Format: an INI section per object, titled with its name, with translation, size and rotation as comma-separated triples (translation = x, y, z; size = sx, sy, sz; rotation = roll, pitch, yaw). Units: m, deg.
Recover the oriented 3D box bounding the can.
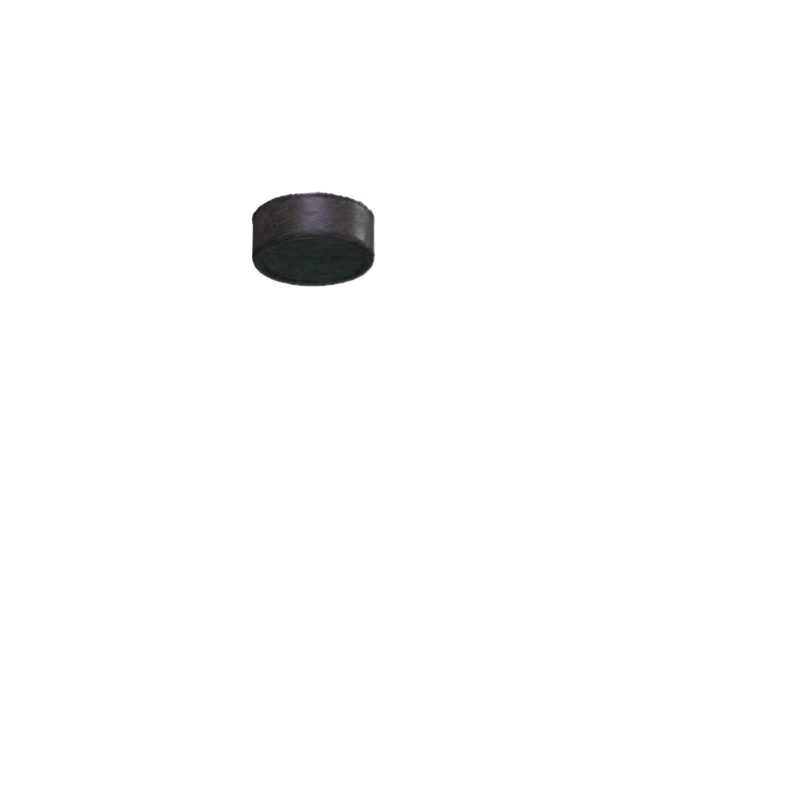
[can]
translation = -0.060, -0.109, 0.764
size = 0.086, 0.035, 0.082
rotation = 0, -19, -2
